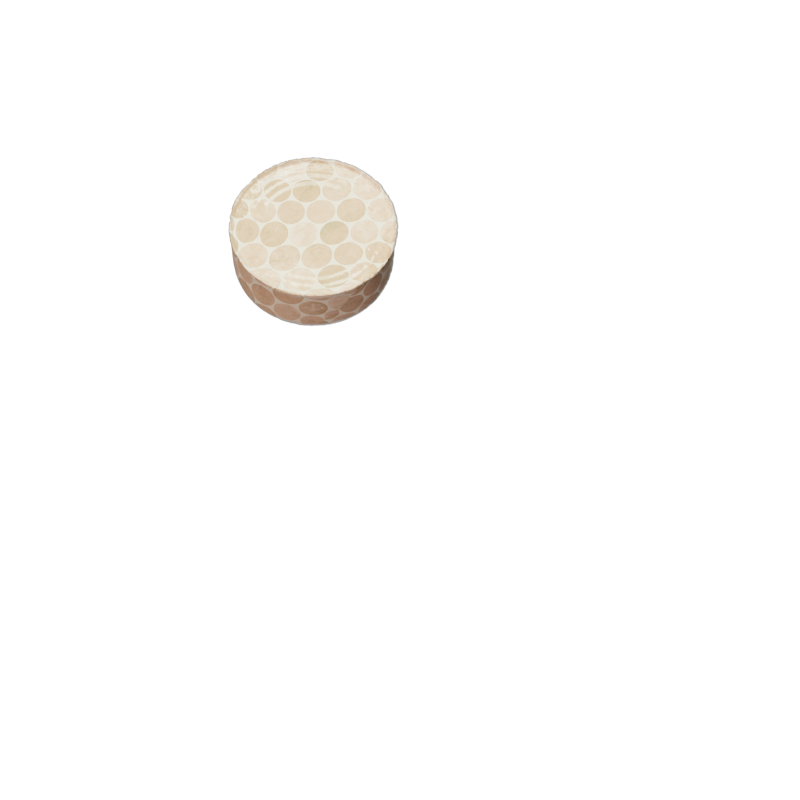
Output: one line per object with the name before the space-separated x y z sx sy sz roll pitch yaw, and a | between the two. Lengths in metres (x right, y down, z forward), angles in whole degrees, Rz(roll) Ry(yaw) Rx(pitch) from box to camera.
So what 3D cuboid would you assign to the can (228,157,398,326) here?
can | -0.045 -0.082 0.573 0.086 0.092 0.031 -1 -31 -1
